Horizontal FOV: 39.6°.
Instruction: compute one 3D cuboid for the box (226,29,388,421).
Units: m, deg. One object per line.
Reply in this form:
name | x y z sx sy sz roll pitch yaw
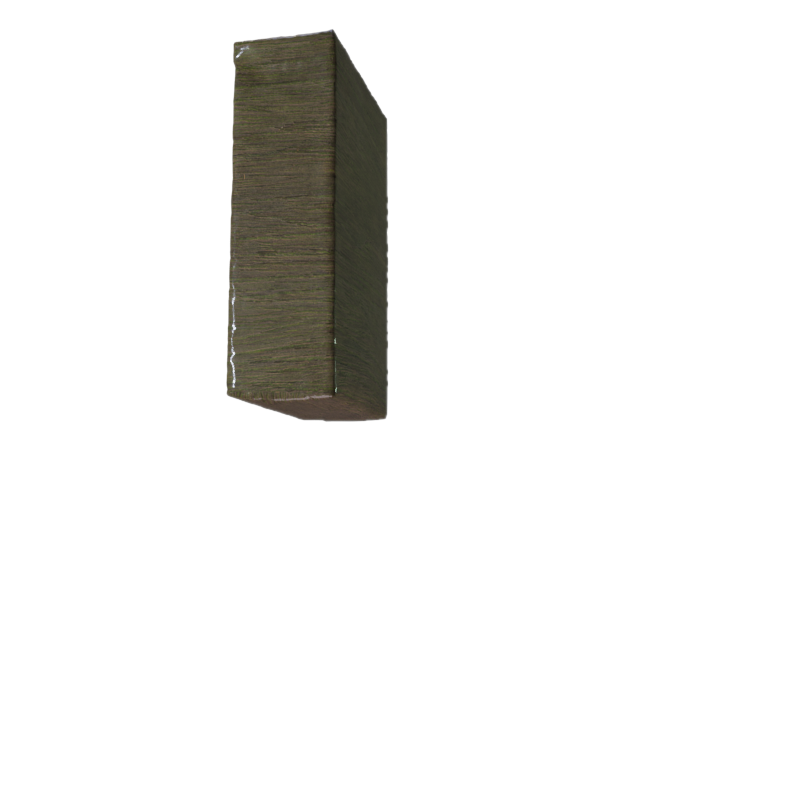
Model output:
box | -0.054 -0.099 0.695 0.073 0.220 0.158 -3 -10 11
